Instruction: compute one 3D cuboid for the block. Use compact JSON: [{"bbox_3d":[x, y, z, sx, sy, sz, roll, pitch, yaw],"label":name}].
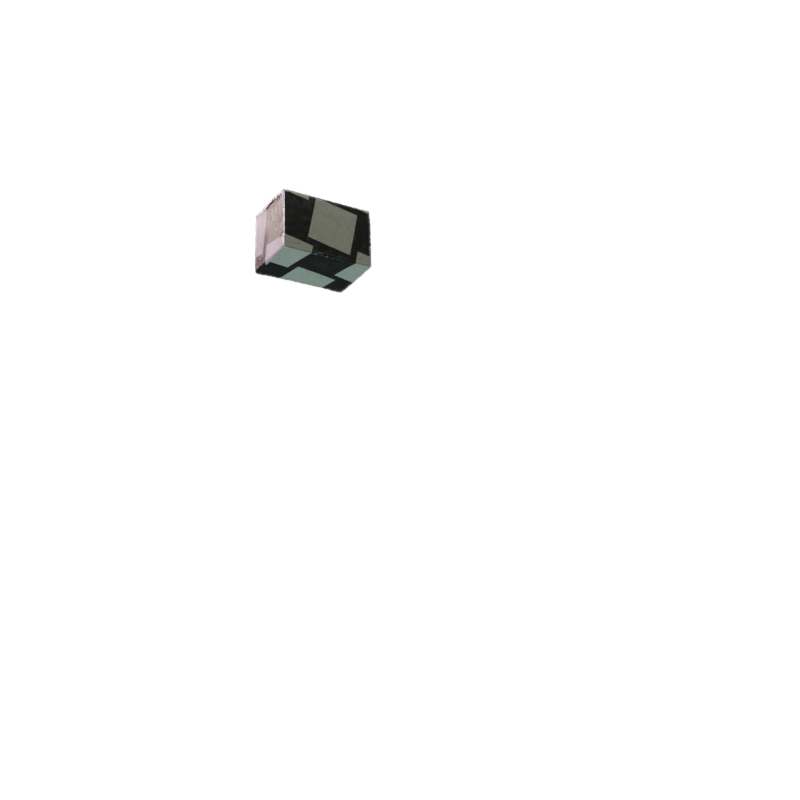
[{"bbox_3d":[-0.068,-0.123,0.865,0.075,0.054,0.052,12,-28,-27],"label":"block"}]
